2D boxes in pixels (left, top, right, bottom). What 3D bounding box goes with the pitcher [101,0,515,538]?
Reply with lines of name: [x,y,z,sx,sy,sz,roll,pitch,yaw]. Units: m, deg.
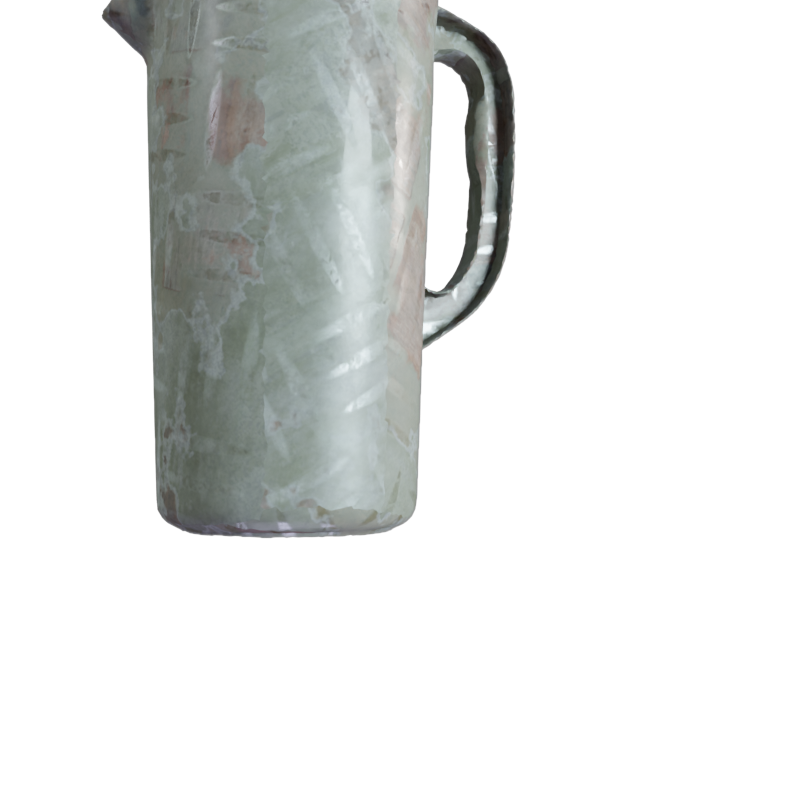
pitcher: [-0.038,-0.069,0.483,0.153,0.249,0.138,-4,-9,25]
